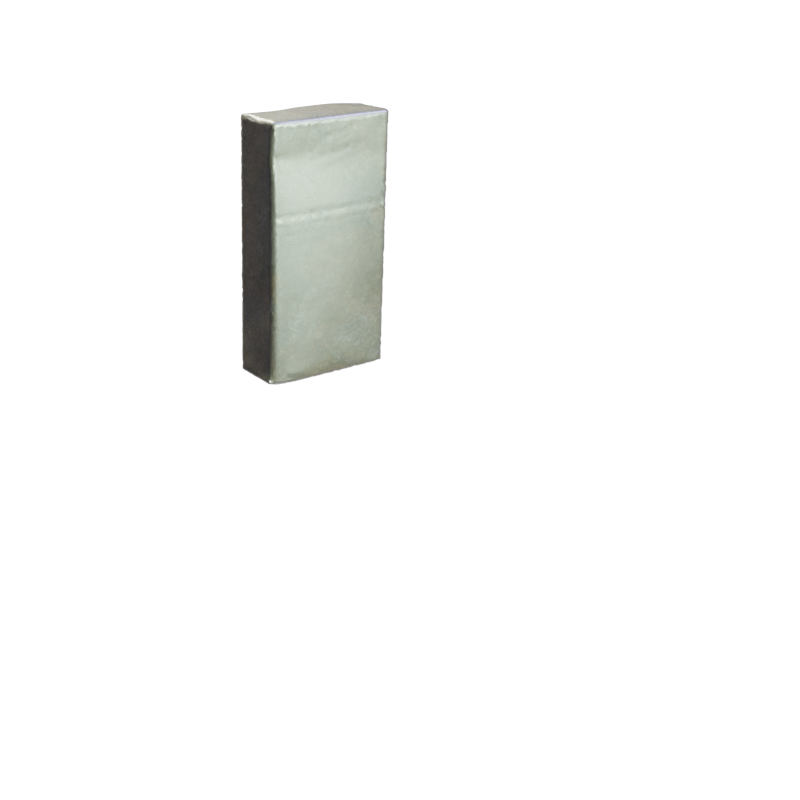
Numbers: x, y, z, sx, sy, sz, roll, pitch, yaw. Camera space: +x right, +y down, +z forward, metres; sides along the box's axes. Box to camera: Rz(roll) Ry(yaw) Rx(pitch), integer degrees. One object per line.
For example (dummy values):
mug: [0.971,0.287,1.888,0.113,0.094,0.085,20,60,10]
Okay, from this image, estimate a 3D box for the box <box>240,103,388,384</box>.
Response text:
box: [-0.057,-0.105,0.733,0.091,0.170,0.051,-12,20,-36]
